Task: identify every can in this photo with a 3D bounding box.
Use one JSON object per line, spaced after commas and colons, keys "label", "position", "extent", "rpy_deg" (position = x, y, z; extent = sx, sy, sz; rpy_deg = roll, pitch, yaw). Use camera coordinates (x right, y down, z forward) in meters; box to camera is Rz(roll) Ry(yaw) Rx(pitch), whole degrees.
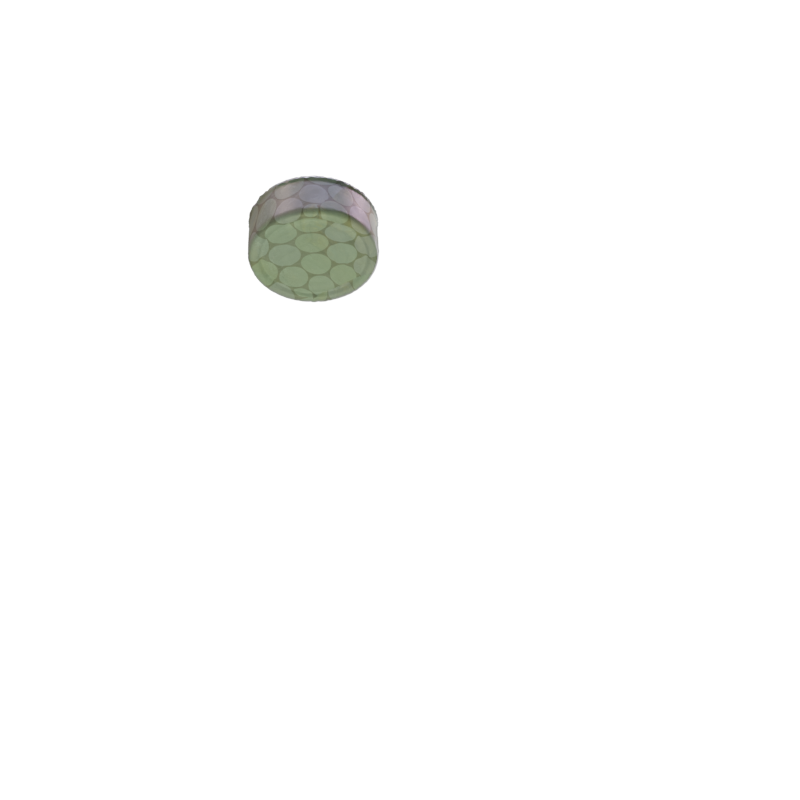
{"label": "can", "position": [-0.057, -0.103, 0.723], "extent": [0.086, 0.036, 0.080], "rpy_deg": [1, -41, -1]}
